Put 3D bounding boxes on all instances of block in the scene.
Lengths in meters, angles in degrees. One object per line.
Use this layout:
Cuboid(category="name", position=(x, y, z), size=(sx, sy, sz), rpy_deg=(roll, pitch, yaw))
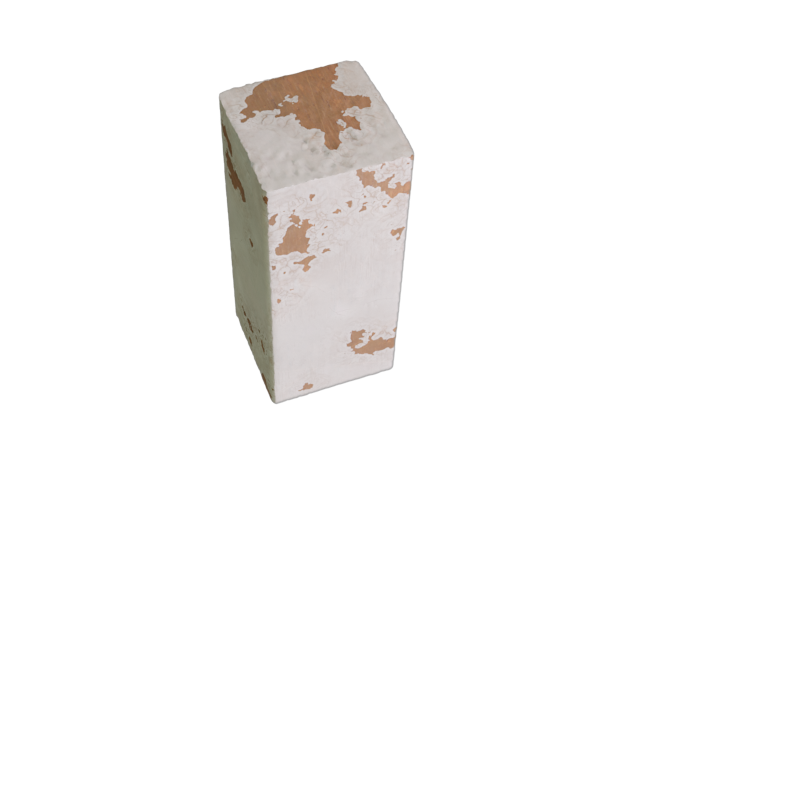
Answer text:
Cuboid(category="block", position=(-0.055, -0.101, 0.704), size=(0.090, 0.097, 0.192), rpy_deg=(-17, -34, -15))
